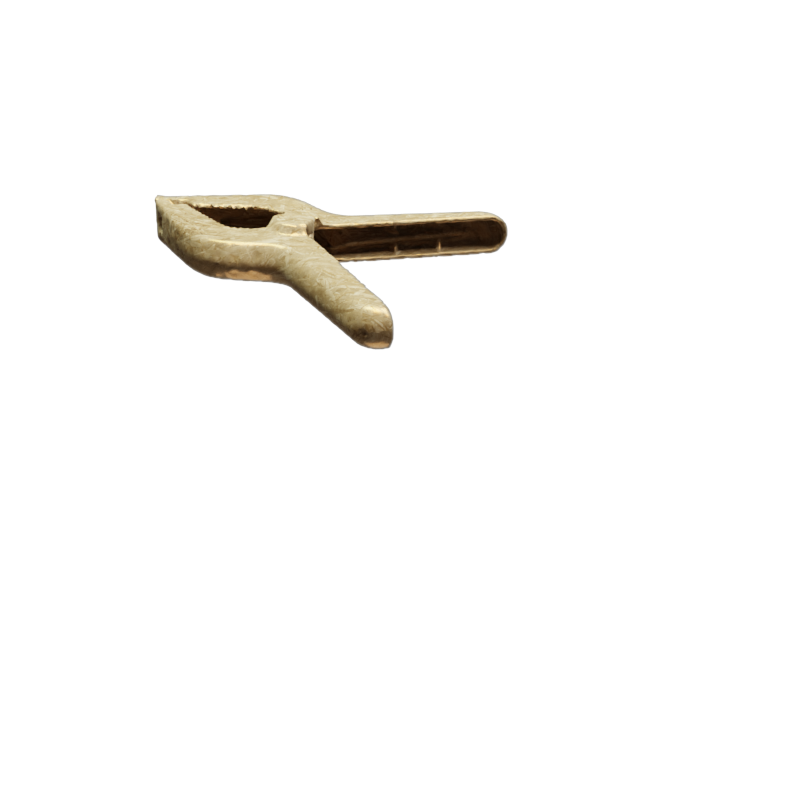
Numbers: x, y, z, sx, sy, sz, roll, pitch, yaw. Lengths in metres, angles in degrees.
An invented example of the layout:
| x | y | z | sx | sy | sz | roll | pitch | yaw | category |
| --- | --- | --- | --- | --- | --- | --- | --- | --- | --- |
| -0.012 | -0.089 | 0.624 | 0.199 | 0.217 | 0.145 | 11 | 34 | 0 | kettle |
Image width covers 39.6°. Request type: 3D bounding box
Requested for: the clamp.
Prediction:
| x | y | z | sx | sy | sz | roll | pitch | yaw | category |
| --- | --- | --- | --- | --- | --- | --- | --- | --- | --- |
| -0.051 | -0.093 | 0.654 | 0.221 | 0.034 | 0.165 | 18 | 33 | 31 | clamp |
